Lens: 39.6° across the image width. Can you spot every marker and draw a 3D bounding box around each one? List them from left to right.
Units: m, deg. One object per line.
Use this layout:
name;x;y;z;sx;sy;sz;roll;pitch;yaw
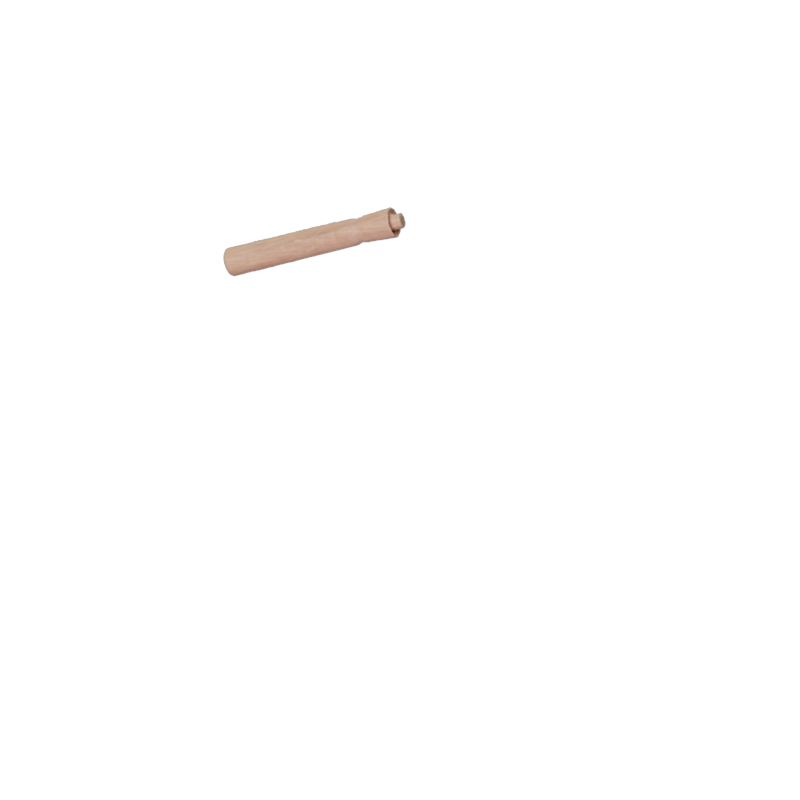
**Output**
marker;-0.054;-0.098;0.686;0.123;0.020;0.019;-10;0;25
